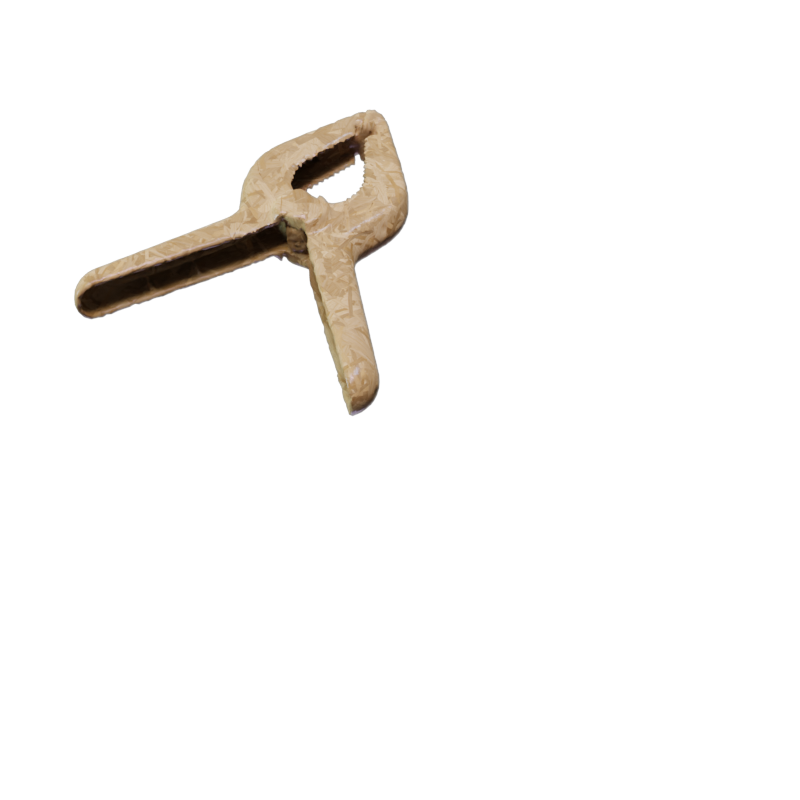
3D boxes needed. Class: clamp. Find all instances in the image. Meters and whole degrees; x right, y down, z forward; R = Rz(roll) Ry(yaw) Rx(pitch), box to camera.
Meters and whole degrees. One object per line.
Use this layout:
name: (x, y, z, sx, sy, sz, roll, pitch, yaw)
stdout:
clamp: (-0.046, -0.085, 0.593, 0.172, 0.034, 0.216, 24, 51, 21)
